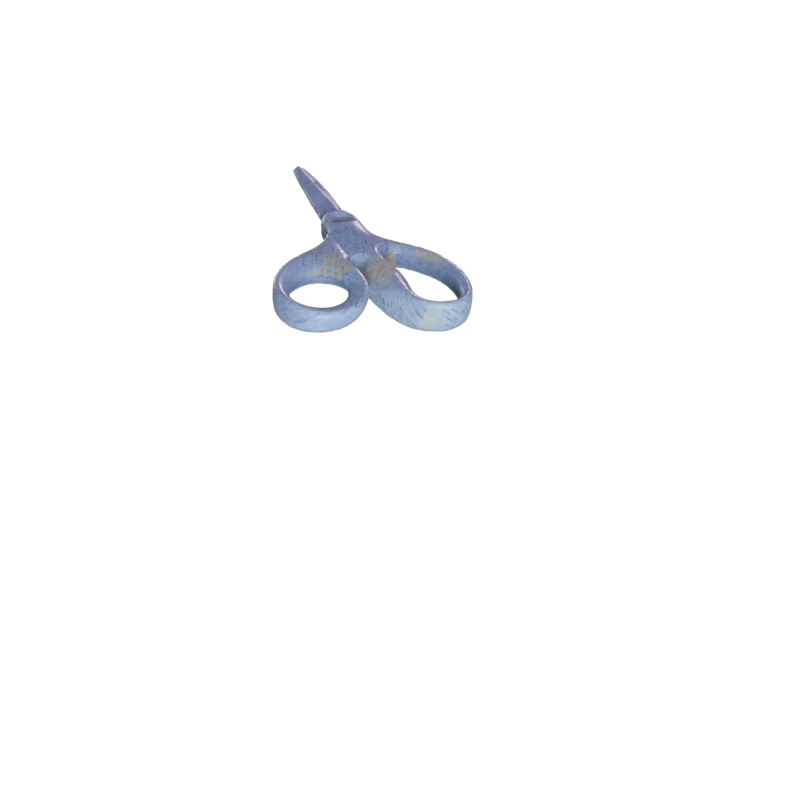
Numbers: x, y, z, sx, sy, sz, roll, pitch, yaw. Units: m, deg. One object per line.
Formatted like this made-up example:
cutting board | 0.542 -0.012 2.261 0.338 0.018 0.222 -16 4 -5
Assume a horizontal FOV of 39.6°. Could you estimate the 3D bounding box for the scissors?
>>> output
scissors | -0.043 -0.078 0.547 0.094 0.015 0.217 -16 33 -26
